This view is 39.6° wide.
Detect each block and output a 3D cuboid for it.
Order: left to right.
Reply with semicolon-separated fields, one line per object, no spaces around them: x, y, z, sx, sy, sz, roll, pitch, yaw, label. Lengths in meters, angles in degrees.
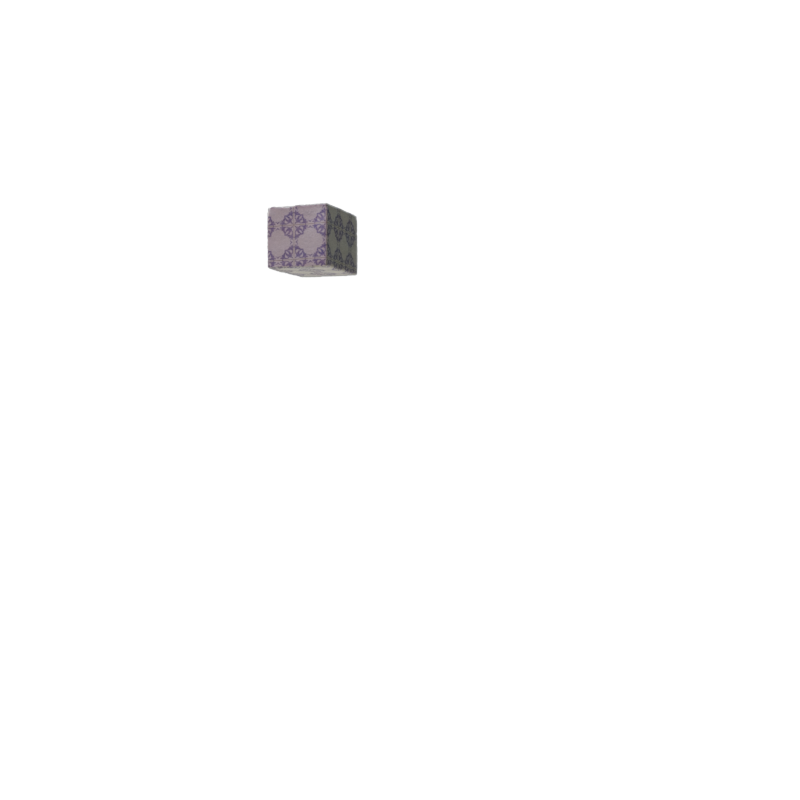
-0.072;-0.131;0.916;0.054;0.052;0.075;-1;-2;18;block
